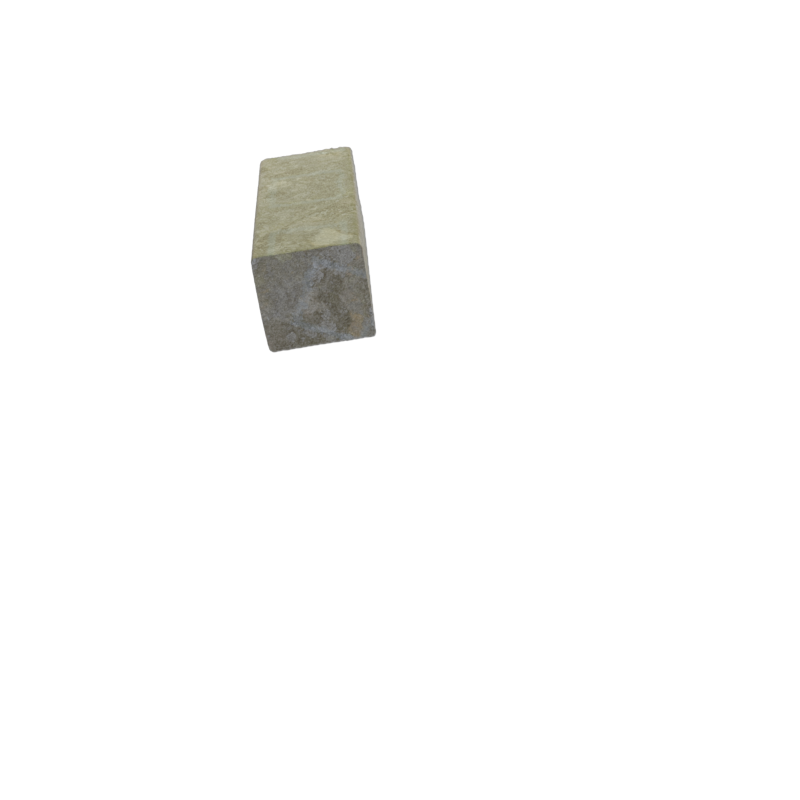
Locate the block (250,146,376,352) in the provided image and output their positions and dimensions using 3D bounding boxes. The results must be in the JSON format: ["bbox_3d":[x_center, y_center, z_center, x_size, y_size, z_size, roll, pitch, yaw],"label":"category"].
[{"bbox_3d":[-0.077,-0.140,0.975,0.091,0.084,0.219,-9,32,2],"label":"block"}]
